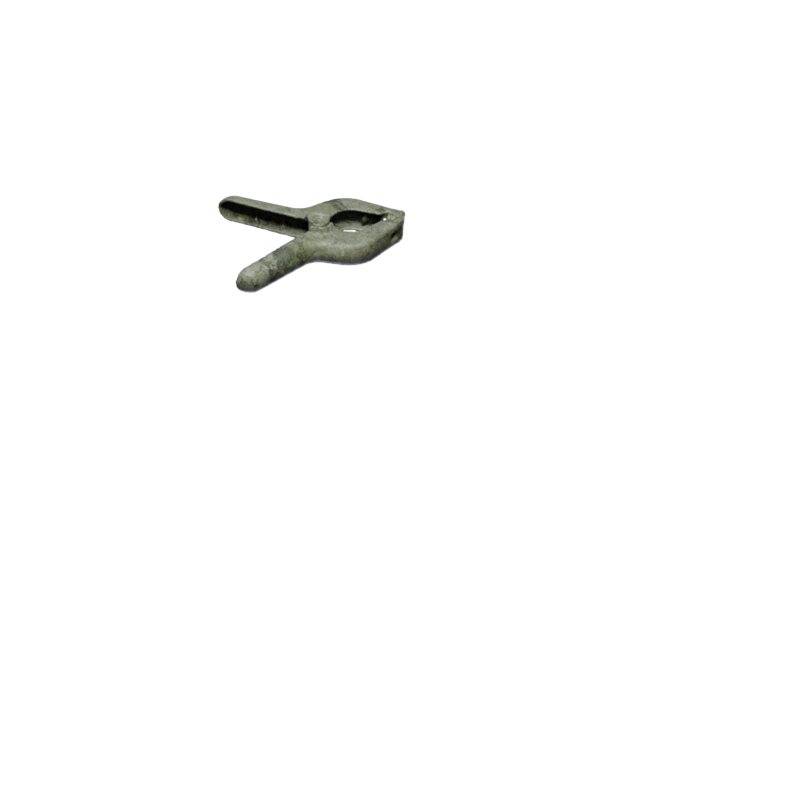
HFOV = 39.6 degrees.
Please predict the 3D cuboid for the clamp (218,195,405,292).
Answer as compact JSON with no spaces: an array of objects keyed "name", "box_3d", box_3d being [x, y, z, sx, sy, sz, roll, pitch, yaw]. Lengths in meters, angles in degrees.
[{"name":"clamp","box_3d":[-0.078,-0.143,0.999,0.171,0.129,0.036,-3,-40,-3]}]
